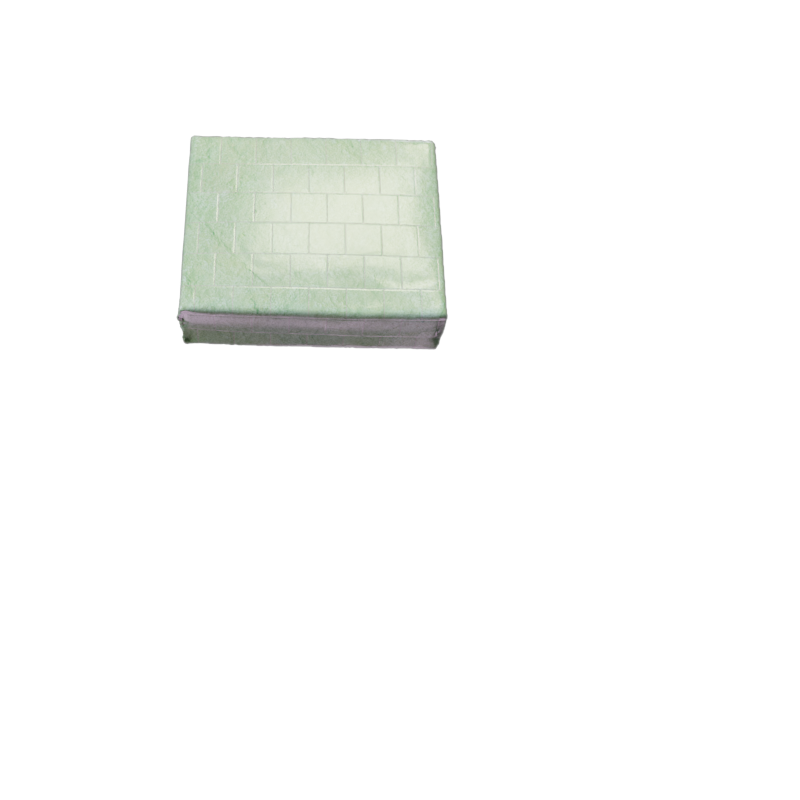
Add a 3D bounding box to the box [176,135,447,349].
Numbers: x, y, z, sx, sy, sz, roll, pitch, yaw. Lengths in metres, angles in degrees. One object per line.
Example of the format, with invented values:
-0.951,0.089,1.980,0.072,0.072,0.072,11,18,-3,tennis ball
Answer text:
-0.038,-0.069,0.486,0.113,0.096,0.036,-1,-30,-1,box
